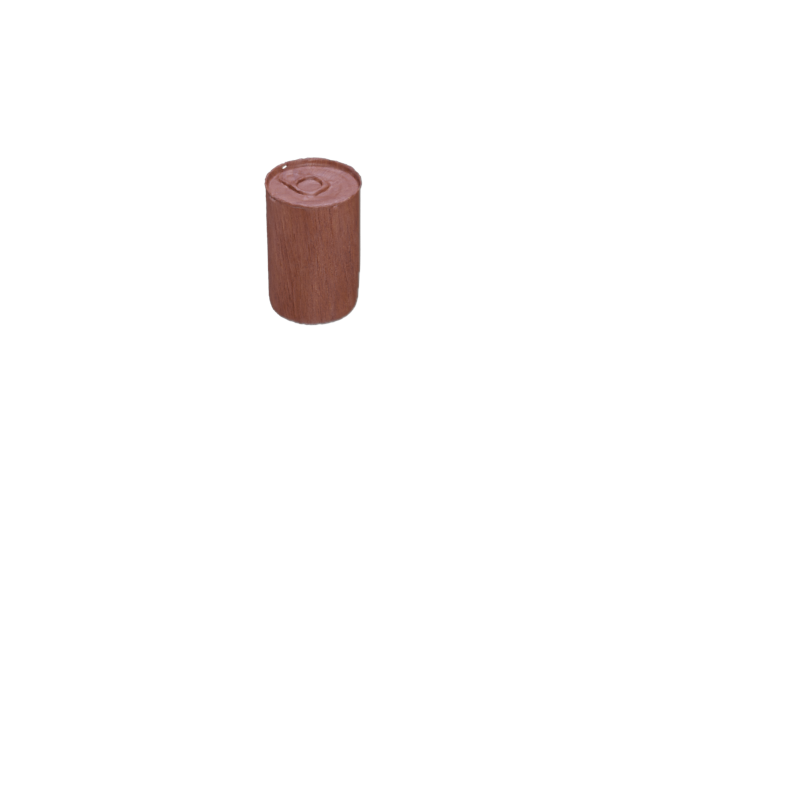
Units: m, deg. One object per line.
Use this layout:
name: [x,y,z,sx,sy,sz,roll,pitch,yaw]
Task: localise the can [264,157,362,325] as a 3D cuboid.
can: [-0.062,-0.114,0.796,0.068,0.096,0.073,0,37,-3]
